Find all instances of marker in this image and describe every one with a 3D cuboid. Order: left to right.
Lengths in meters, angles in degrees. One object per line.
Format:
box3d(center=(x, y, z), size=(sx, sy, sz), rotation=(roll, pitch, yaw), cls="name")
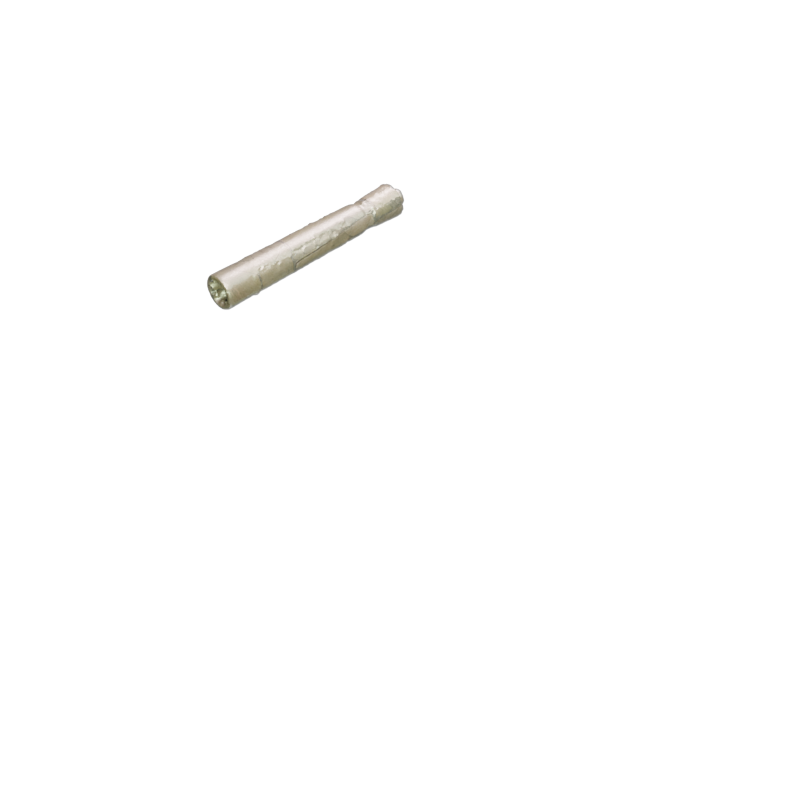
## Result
box3d(center=(-0.044, -0.080, 0.560), size=(0.121, 0.019, 0.021), rotation=(-34, 22, -31), cls="marker")
